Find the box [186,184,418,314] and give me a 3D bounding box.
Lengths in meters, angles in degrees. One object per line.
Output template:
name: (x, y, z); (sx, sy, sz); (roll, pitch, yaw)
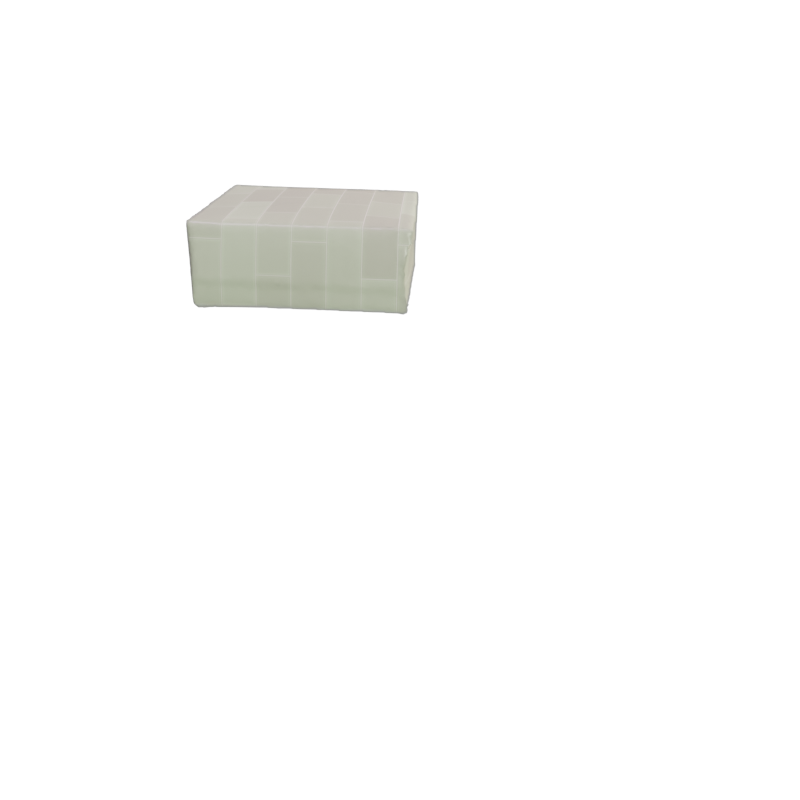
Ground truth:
box: (-0.038, -0.069, 0.483); (0.090, 0.037, 0.117); (1, 19, 3)
